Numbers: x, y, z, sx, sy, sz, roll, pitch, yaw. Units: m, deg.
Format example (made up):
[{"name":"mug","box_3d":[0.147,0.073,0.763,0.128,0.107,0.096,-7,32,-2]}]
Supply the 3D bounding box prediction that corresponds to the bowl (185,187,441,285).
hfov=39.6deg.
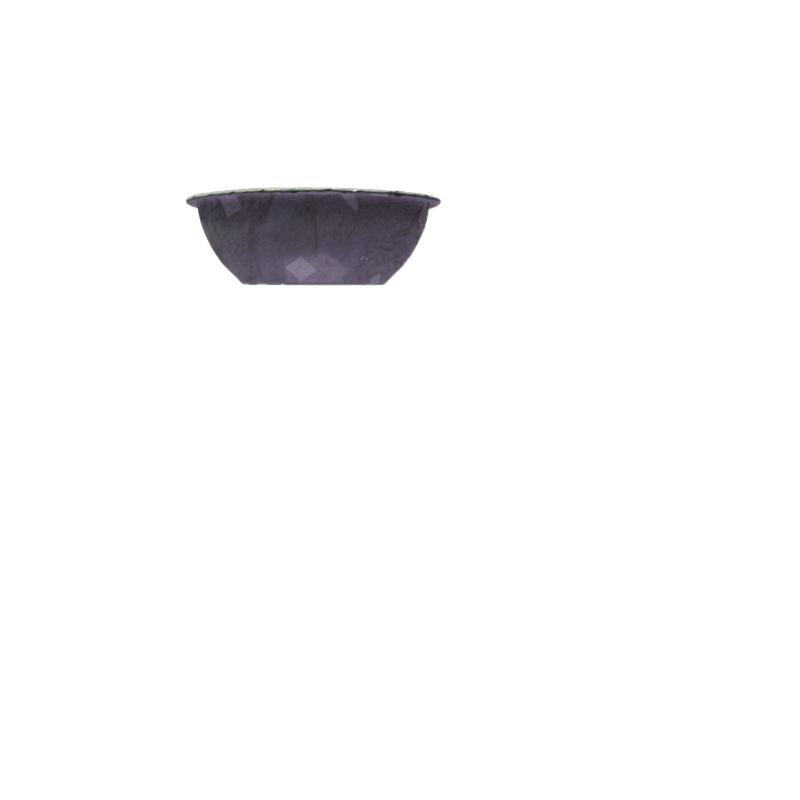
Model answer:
[{"name":"bowl","box_3d":[-0.055,-0.101,0.704,0.162,0.055,0.163,0,5,-2]}]
